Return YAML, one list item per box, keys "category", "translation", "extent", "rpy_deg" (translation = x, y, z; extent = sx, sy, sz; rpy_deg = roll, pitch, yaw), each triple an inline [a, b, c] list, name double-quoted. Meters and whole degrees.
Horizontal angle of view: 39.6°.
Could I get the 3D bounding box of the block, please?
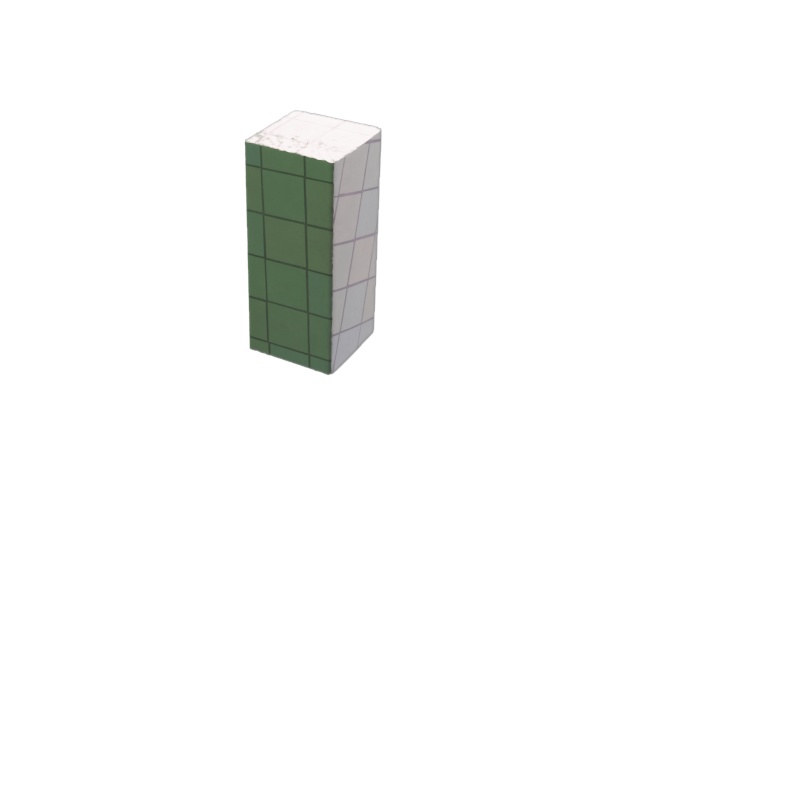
- category: "block"
  translation: [-0.077, -0.141, 0.989]
  extent: [0.095, 0.194, 0.092]
  rpy_deg: [16, 33, 23]
